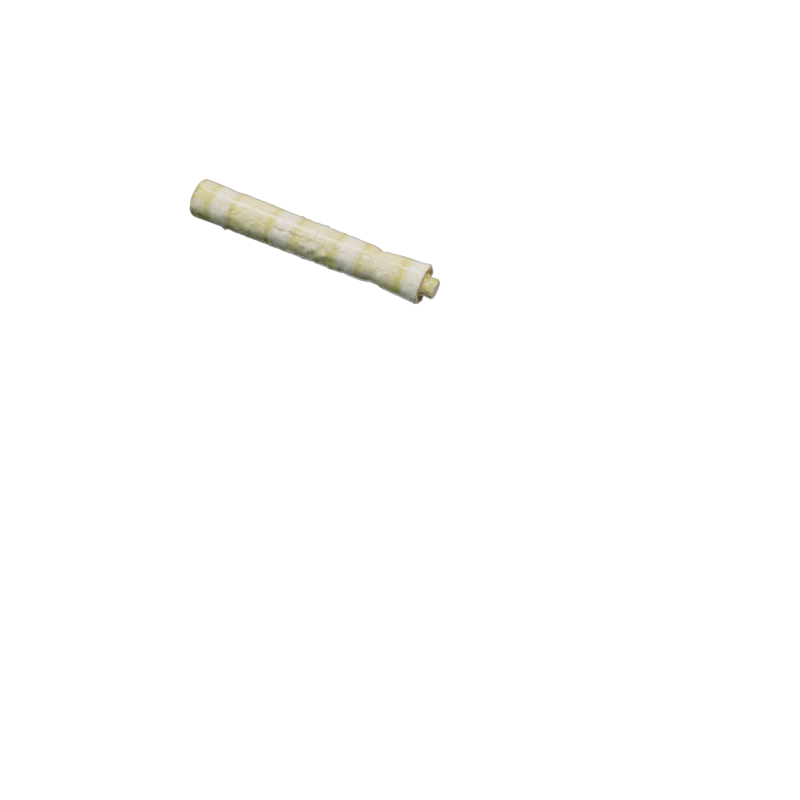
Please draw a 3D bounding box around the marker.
[{"bbox_3d":[-0.039,-0.072,0.502,0.125,0.019,0.019,23,10,17],"label":"marker"}]
